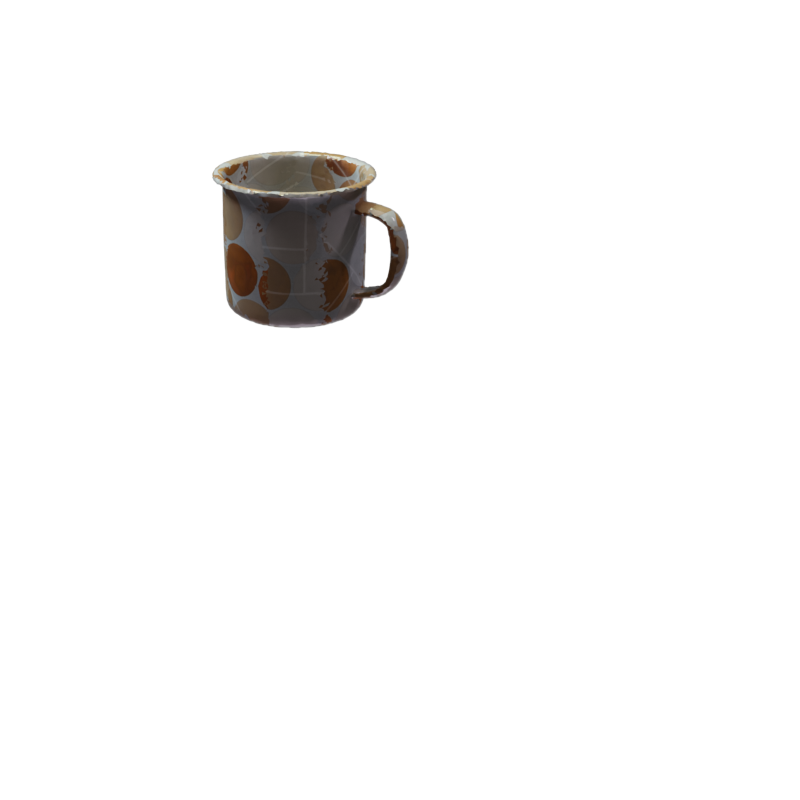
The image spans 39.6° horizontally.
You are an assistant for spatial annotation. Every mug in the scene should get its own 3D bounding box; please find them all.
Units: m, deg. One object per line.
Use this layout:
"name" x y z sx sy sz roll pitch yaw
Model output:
"mug" -0.050 -0.090 0.634 0.122 0.078 0.094 11 26 23
